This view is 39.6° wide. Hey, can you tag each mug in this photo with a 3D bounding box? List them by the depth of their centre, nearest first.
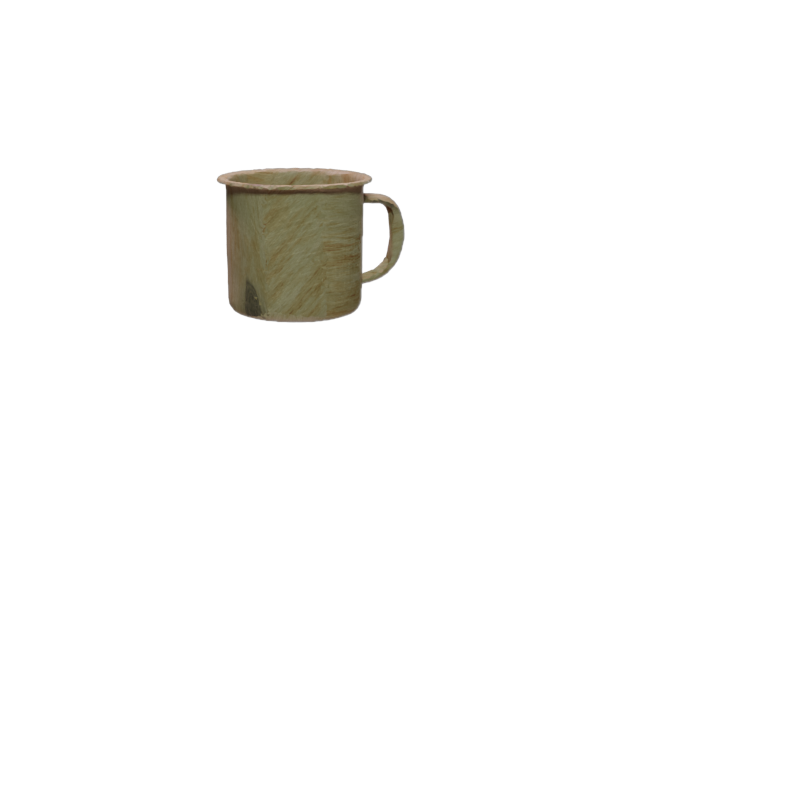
[{"bbox_3d":[-0.053,-0.096,0.673,0.114,0.079,0.098,-6,16,-22],"label":"mug"}]
